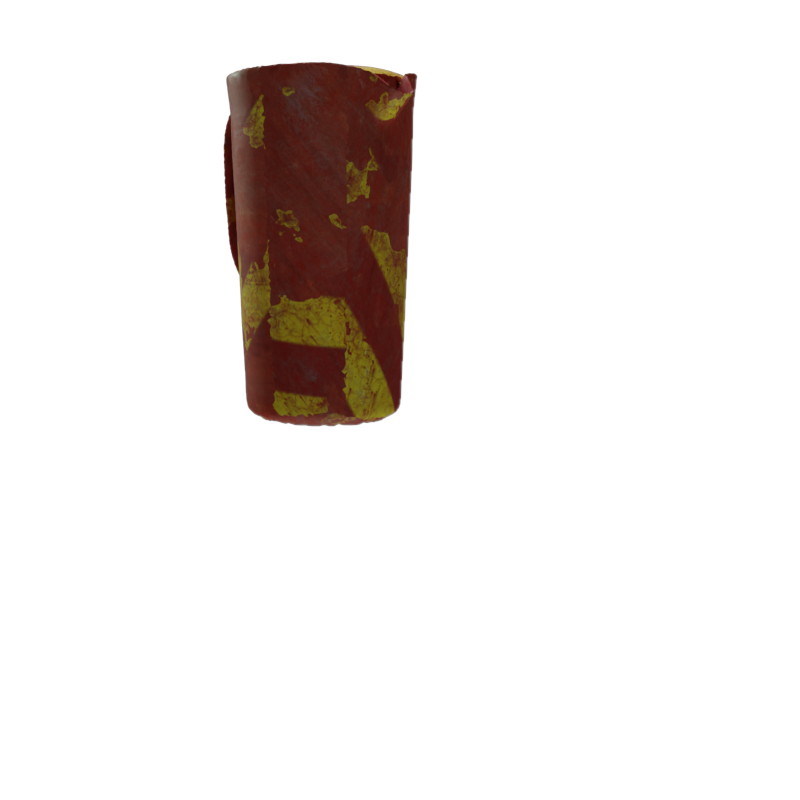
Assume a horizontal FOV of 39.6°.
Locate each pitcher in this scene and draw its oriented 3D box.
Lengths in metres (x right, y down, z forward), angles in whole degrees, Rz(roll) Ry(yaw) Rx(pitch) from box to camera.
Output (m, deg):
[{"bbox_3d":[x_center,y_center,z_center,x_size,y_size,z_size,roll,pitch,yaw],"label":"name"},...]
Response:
[{"bbox_3d":[-0.061,-0.111,0.781,0.145,0.243,0.149,0,2,1],"label":"pitcher"}]
